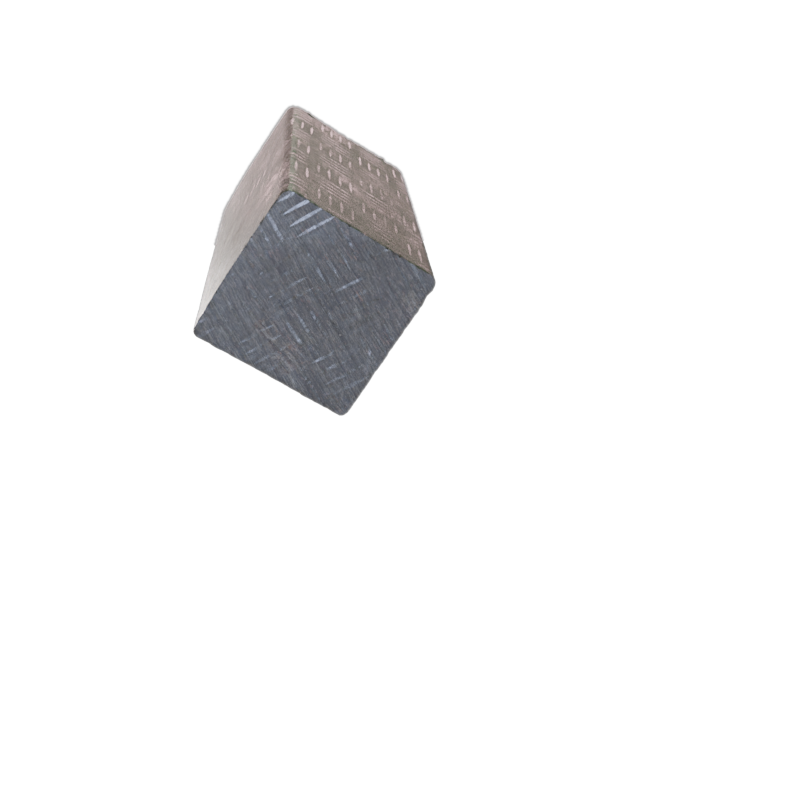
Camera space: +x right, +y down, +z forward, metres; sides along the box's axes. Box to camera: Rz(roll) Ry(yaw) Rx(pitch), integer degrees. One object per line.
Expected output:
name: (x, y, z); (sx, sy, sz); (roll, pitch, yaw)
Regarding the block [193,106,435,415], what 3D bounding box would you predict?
block: (-0.050, -0.092, 0.636); (0.088, 0.088, 0.217); (30, 19, -15)
